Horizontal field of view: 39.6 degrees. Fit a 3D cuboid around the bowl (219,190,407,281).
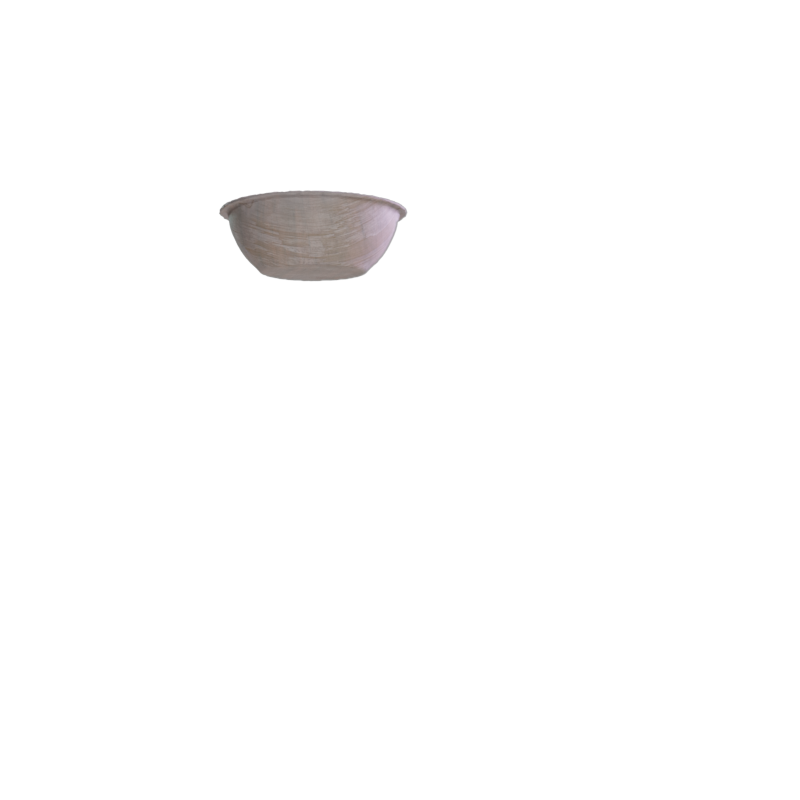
[{"bbox_3d":[-0.074,-0.136,0.951,0.162,0.056,0.159,0,-4,-2],"label":"bowl"}]
